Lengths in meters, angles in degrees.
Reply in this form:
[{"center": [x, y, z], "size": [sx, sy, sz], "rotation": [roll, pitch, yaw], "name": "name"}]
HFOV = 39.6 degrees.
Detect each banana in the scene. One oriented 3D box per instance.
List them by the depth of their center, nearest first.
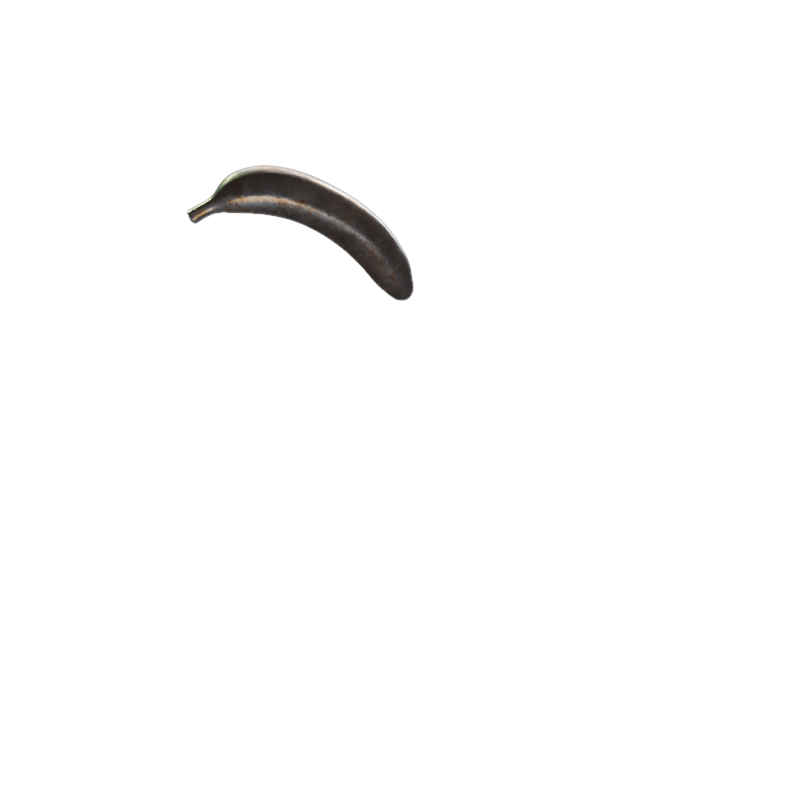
[{"center": [-0.062, -0.136, 0.859], "size": [0.190, 0.039, 0.067], "rotation": [21, -48, -20], "name": "banana"}]
